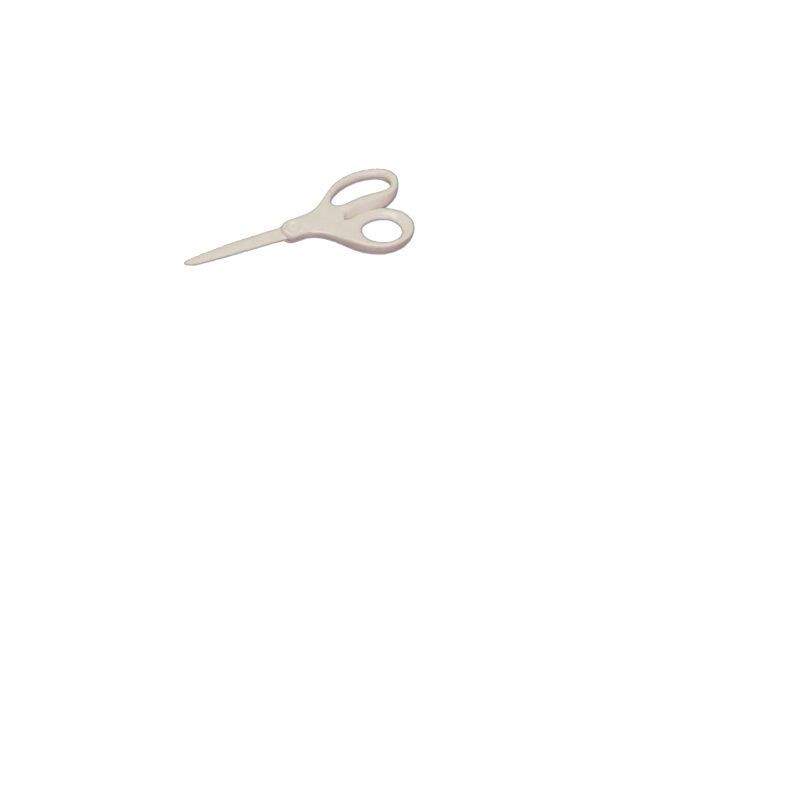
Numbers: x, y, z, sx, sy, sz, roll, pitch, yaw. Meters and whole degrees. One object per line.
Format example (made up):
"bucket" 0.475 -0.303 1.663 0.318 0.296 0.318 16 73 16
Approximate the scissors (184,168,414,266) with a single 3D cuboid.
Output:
"scissors" -0.074 -0.135 0.942 0.202 0.103 0.015 -34 -28 -21
